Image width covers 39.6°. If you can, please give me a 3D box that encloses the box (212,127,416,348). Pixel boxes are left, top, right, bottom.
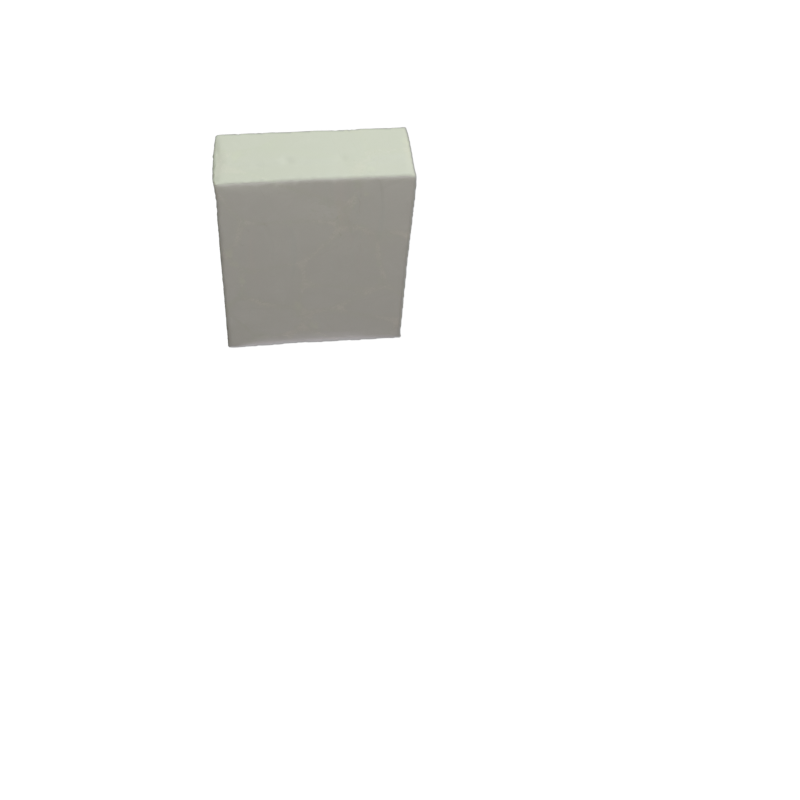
[{"bbox_3d":[-0.076,-0.139,0.975,0.163,0.077,0.199,-2,-38,-5],"label":"box"}]
